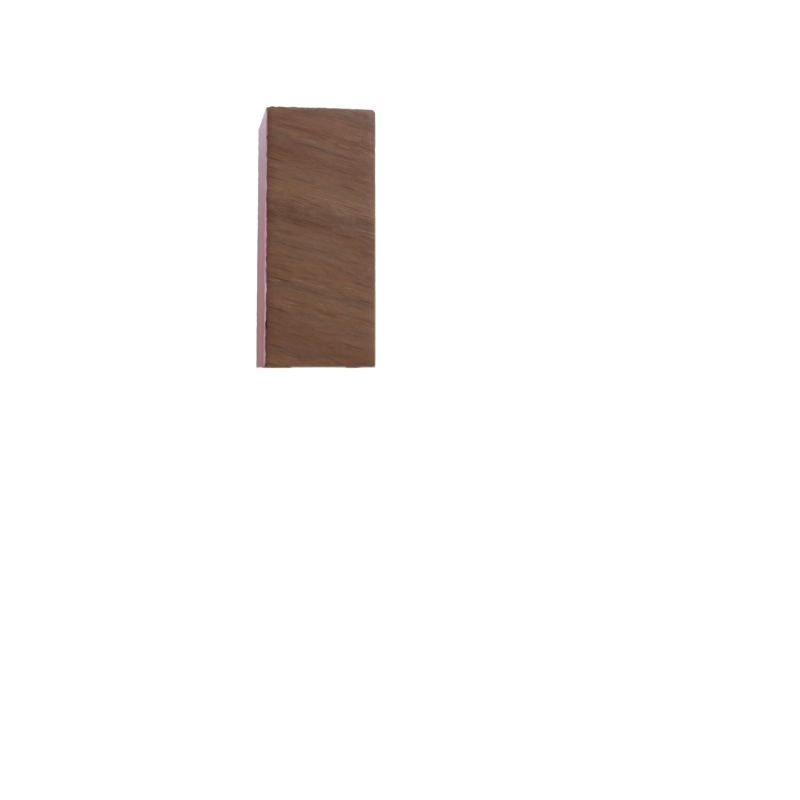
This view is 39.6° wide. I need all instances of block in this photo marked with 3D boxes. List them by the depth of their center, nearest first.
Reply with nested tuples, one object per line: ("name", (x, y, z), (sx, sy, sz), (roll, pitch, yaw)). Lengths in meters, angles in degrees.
("block", (-0.071, -0.130, 0.913), (0.089, 0.209, 0.091), (1, -5, -10))
